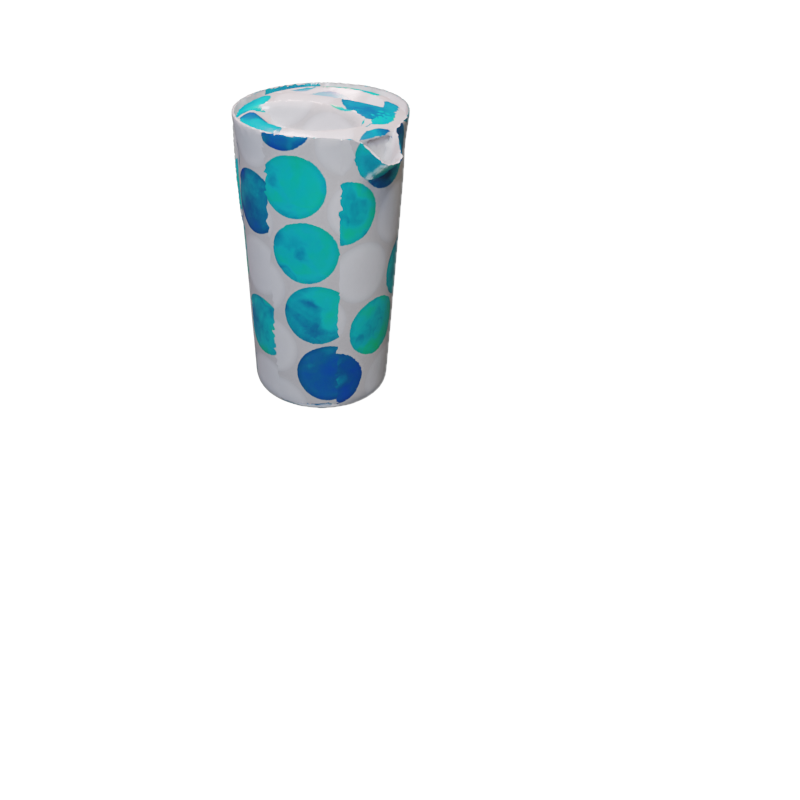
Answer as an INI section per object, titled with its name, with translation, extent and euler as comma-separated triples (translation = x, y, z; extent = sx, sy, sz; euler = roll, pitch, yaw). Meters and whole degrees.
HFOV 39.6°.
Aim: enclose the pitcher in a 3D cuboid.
[pitcher]
translation = -0.069, -0.126, 0.882
extent = 0.146, 0.230, 0.157
euler = 3, 28, 2
